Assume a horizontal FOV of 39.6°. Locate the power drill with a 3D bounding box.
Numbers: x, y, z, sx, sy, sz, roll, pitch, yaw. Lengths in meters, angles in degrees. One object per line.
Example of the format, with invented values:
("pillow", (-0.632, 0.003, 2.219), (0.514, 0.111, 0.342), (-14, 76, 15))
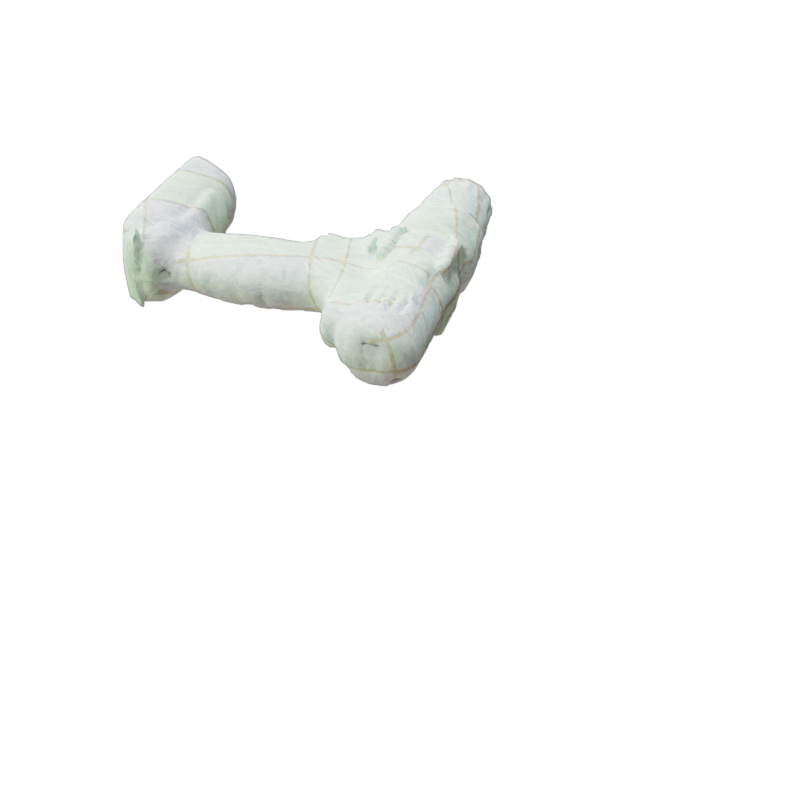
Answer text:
("power drill", (-0.050, -0.092, 0.642), (0.193, 0.054, 0.191), (12, 36, 16))
